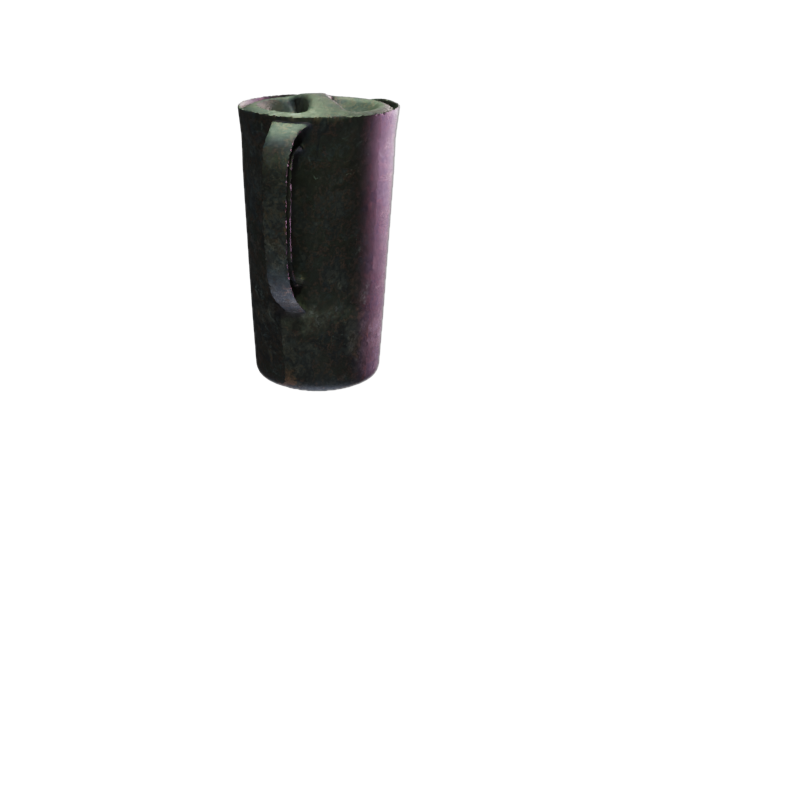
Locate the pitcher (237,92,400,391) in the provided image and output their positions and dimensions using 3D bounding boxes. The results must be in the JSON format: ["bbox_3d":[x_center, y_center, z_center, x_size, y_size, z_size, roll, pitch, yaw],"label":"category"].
[{"bbox_3d":[-0.073,-0.133,0.931,0.146,0.234,0.154,-9,20,-29],"label":"pitcher"}]
